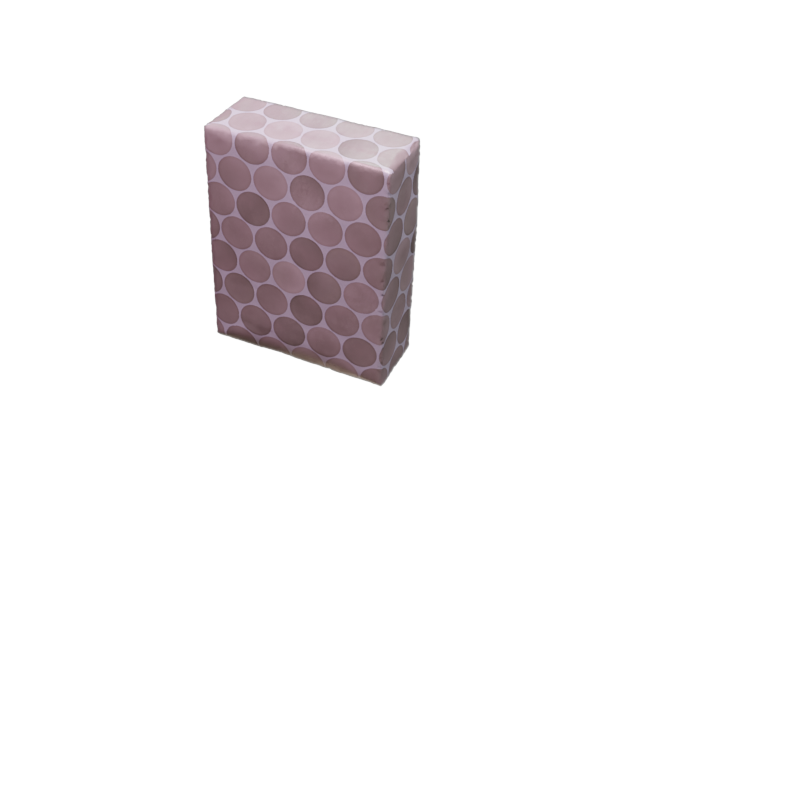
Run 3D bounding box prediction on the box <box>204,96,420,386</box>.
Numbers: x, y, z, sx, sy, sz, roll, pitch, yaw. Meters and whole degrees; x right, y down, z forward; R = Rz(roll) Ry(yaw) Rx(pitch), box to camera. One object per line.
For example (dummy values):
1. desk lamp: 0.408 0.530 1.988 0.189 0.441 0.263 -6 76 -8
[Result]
1. box: -0.073 -0.132 0.927 0.171 0.200 0.074 18 40 20
